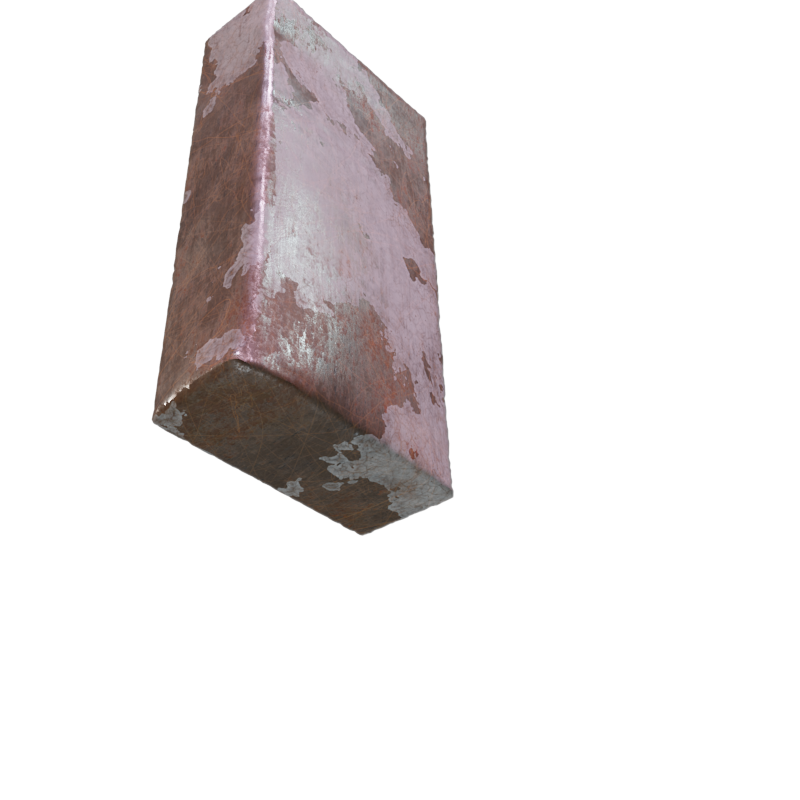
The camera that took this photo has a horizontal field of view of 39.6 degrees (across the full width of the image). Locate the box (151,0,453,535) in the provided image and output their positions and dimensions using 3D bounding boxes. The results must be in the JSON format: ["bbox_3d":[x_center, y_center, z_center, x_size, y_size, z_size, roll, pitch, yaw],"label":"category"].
[{"bbox_3d":[-0.030,-0.055,0.384,0.048,0.189,0.087,-33,-49,29],"label":"box"}]
